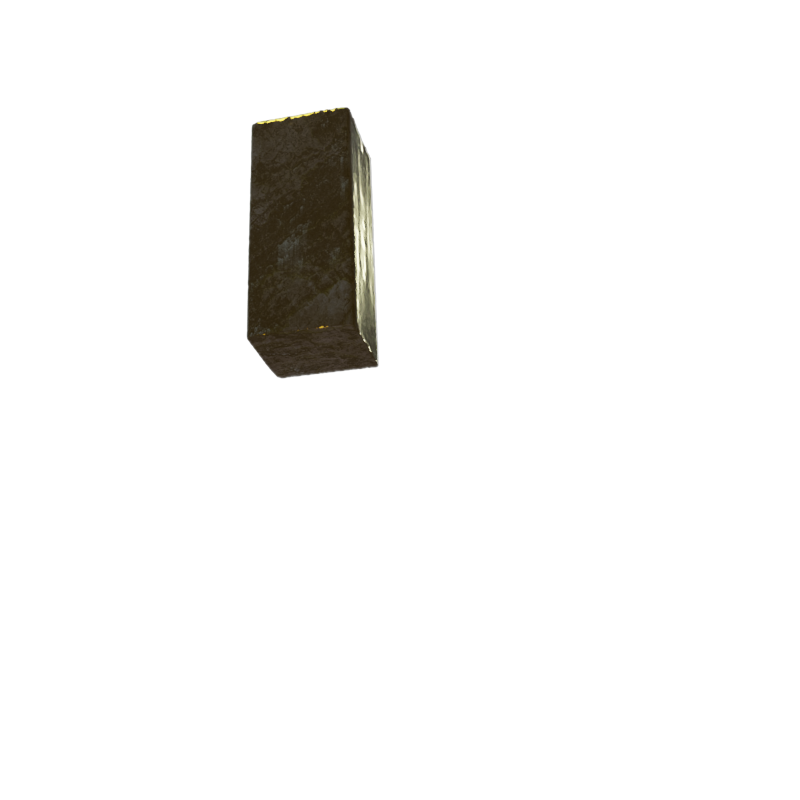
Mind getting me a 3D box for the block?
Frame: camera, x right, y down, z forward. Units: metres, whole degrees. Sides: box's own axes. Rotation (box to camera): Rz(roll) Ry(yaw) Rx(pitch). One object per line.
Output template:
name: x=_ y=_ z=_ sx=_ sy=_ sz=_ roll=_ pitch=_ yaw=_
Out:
block: x=-0.074 y=-0.135 z=0.944 sx=0.092 sy=0.219 sz=0.084 roll=-8 pitch=-28 yaw=12
